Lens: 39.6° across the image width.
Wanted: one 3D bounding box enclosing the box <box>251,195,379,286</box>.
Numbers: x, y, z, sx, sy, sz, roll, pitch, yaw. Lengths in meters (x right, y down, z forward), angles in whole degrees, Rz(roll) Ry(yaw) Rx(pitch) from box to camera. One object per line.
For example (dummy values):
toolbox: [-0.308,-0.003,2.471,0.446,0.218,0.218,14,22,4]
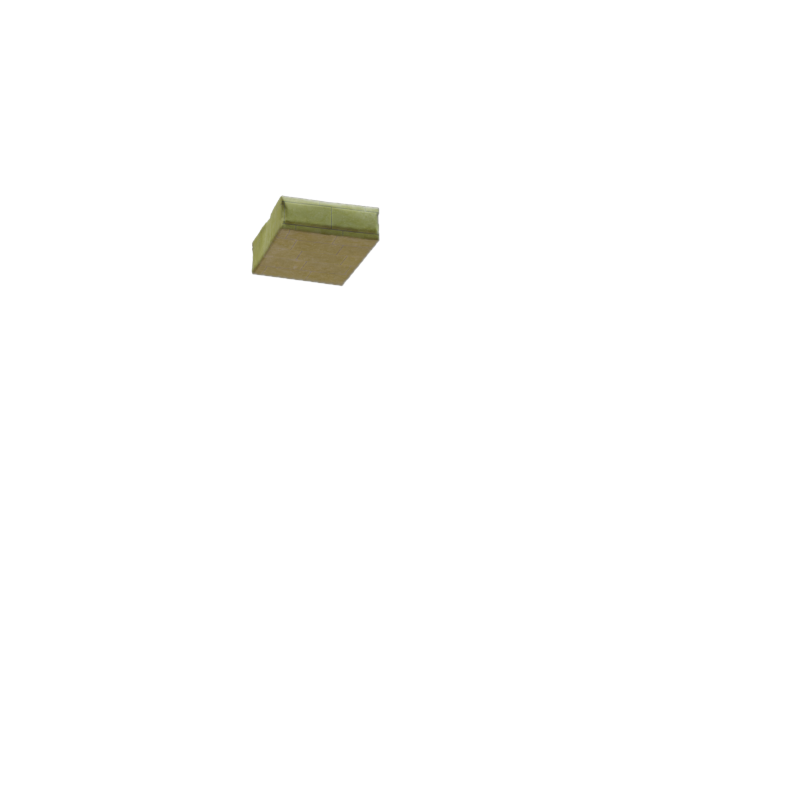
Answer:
box: [-0.063,-0.116,0.810,0.071,0.032,0.087,6,-19,-18]
